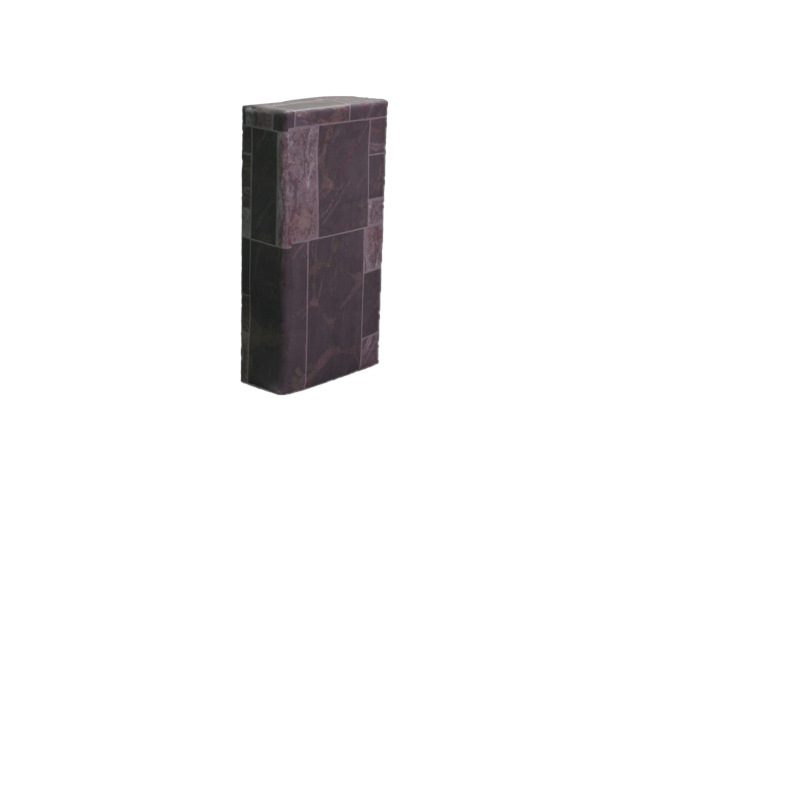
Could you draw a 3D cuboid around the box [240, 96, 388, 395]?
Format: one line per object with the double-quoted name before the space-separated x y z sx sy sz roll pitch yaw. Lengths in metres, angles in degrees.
"box" -0.054 -0.099 0.693 0.051 0.171 0.091 12 18 40
